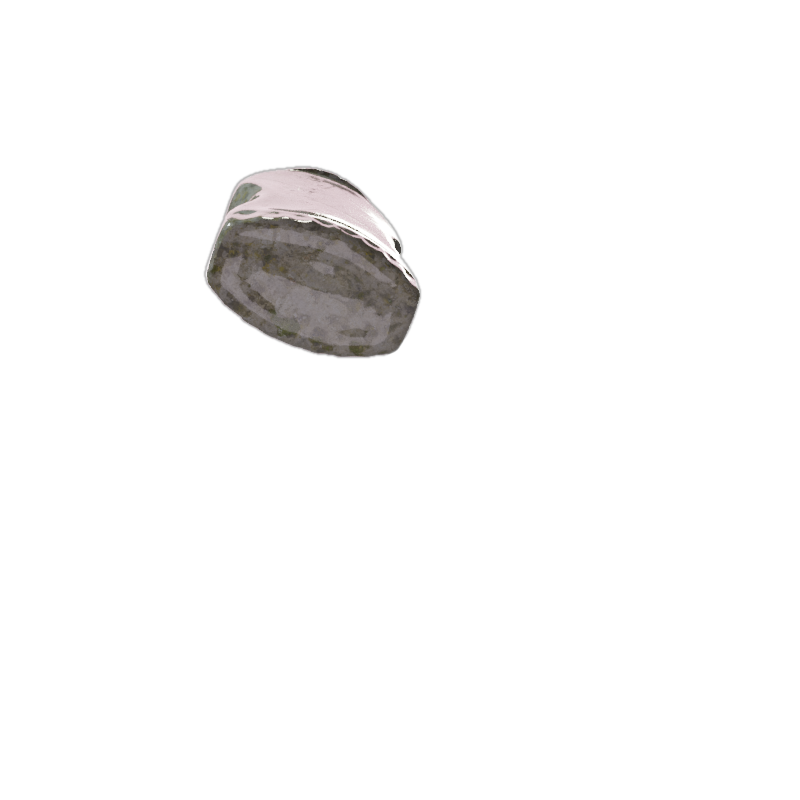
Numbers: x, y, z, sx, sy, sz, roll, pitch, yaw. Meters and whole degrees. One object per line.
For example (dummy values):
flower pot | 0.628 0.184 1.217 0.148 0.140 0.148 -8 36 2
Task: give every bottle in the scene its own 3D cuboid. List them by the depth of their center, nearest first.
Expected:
bottle | -0.045 -0.083 0.580 0.095 0.057 0.200 17 18 -9
